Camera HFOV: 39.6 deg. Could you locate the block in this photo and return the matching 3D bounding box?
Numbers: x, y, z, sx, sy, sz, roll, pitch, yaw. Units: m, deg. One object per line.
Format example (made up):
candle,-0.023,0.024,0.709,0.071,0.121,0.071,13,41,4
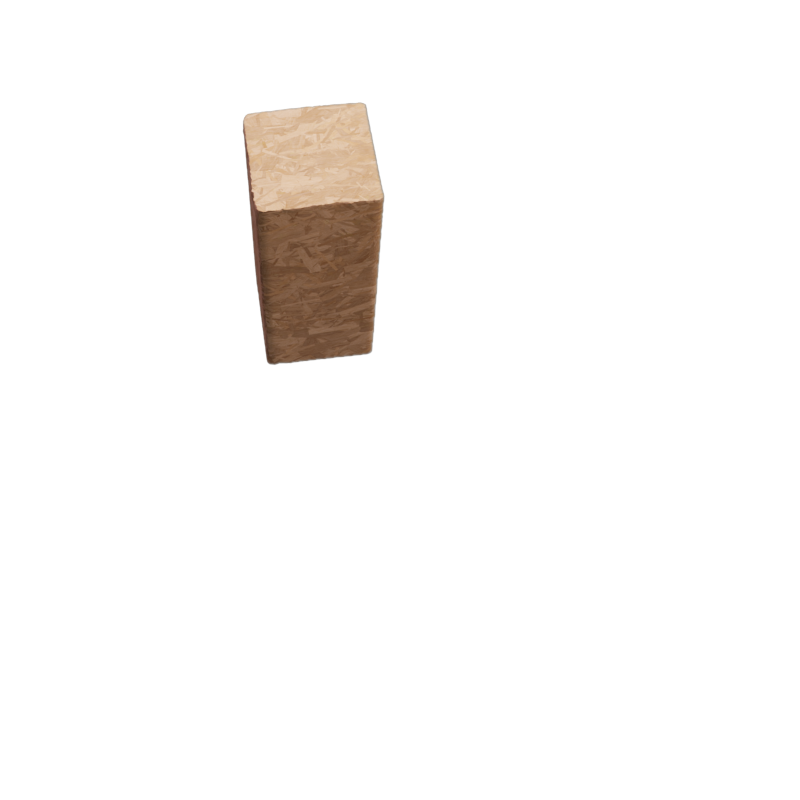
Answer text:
block,-0.067,-0.120,0.843,0.089,0.097,0.193,-6,-30,-7
